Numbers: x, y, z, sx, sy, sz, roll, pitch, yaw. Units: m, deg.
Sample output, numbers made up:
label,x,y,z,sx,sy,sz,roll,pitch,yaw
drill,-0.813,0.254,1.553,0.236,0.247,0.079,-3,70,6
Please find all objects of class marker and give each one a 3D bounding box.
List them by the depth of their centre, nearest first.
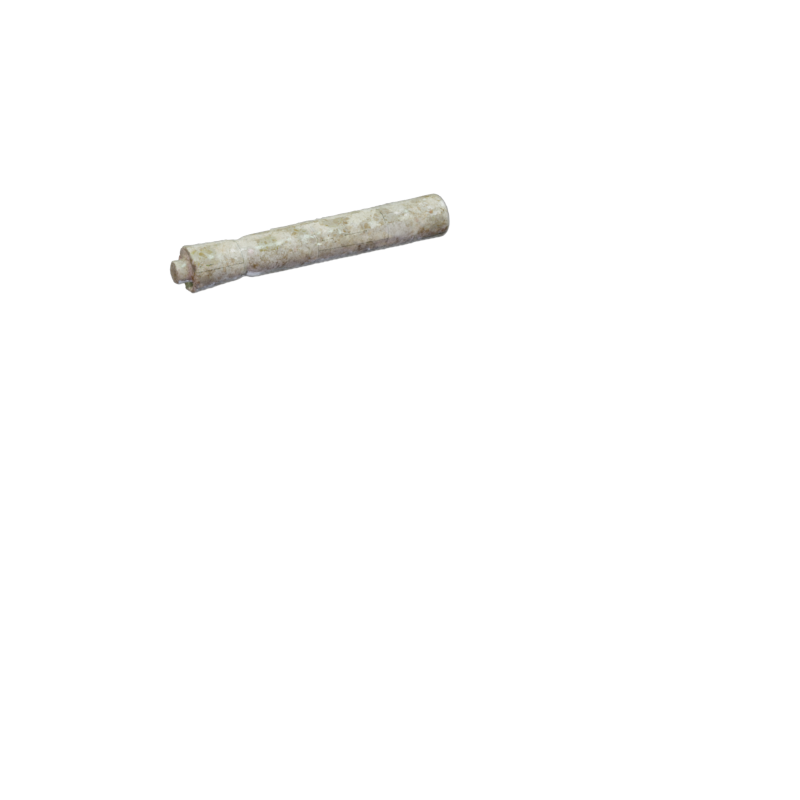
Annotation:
label,x,y,z,sx,sy,sz,roll,pitch,yaw
marker,-0.035,-0.064,0.449,0.119,0.019,0.020,-16,11,-25
